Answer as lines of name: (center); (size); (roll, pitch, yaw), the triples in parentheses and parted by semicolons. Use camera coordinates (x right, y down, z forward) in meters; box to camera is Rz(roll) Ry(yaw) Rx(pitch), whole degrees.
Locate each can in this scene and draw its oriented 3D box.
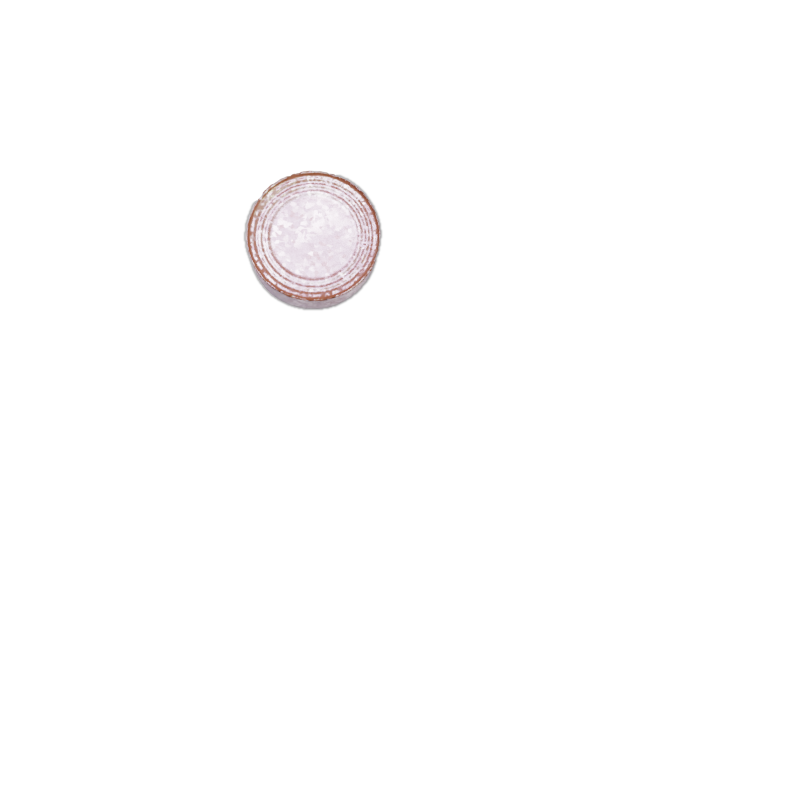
can: (-0.056, -0.102, 0.716); (0.086, 0.089, 0.032); (0, -15, -1)
